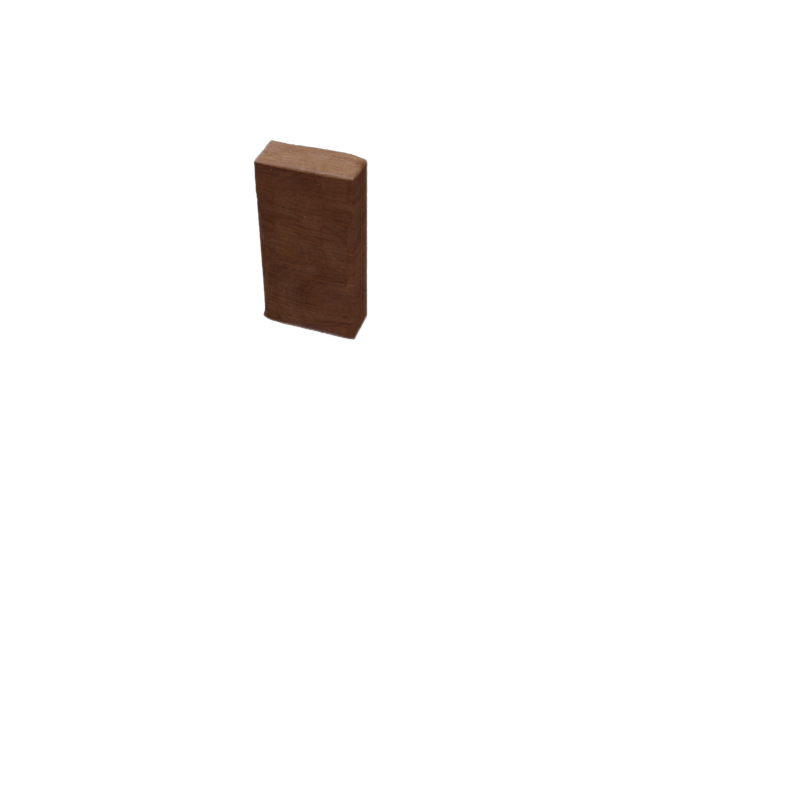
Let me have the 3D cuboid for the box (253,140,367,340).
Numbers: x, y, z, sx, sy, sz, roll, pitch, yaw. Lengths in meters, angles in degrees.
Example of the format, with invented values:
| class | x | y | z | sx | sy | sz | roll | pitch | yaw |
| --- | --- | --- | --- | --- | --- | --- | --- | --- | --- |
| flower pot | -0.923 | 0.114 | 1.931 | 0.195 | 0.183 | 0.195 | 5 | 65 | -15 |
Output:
| class | x | y | z | sx | sy | sz | roll | pitch | yaw |
| --- | --- | --- | --- | --- | --- | --- | --- | --- | --- |
| box | -0.077 | -0.141 | 0.989 | 0.096 | 0.165 | 0.050 | 14 | 38 | 15 |
